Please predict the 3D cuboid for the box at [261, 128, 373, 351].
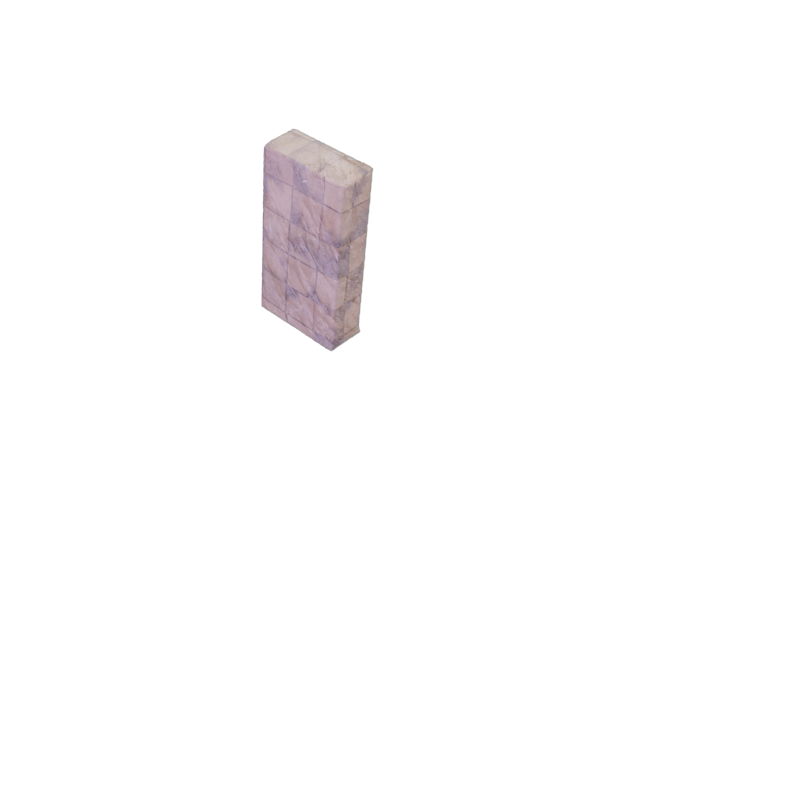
[{"bbox_3d":[-0.076,-0.137,0.960,0.099,0.164,0.048,32,48,30],"label":"box"}]
